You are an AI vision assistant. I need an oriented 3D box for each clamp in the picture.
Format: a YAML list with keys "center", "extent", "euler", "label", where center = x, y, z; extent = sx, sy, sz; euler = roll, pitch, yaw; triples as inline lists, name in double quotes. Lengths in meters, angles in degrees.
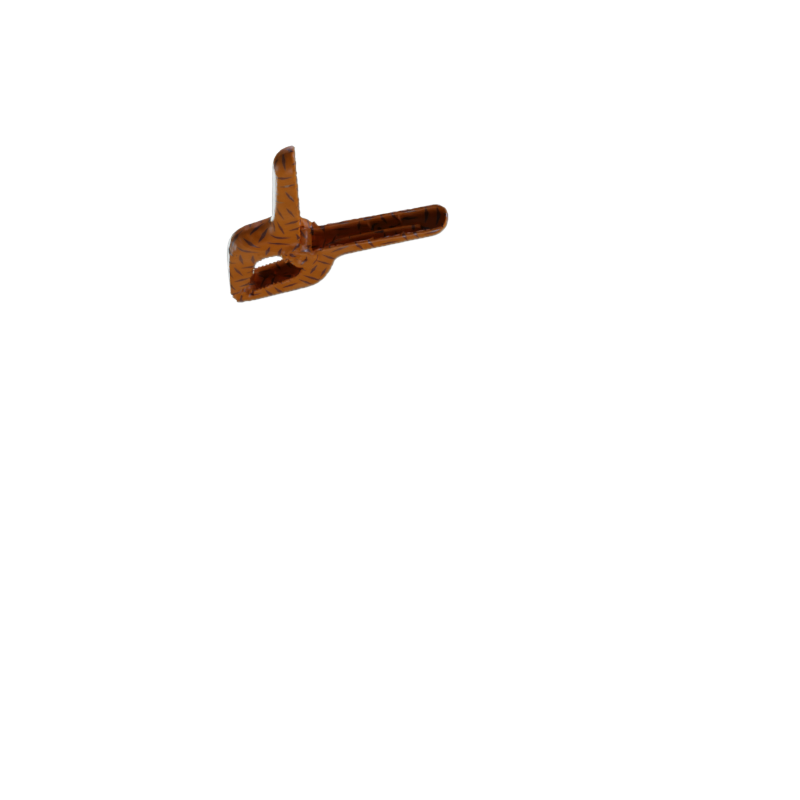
- center: [-0.073, -0.134, 0.936]
  extent: [0.157, 0.039, 0.207]
  euler: [15, -29, -28]
  label: "clamp"
